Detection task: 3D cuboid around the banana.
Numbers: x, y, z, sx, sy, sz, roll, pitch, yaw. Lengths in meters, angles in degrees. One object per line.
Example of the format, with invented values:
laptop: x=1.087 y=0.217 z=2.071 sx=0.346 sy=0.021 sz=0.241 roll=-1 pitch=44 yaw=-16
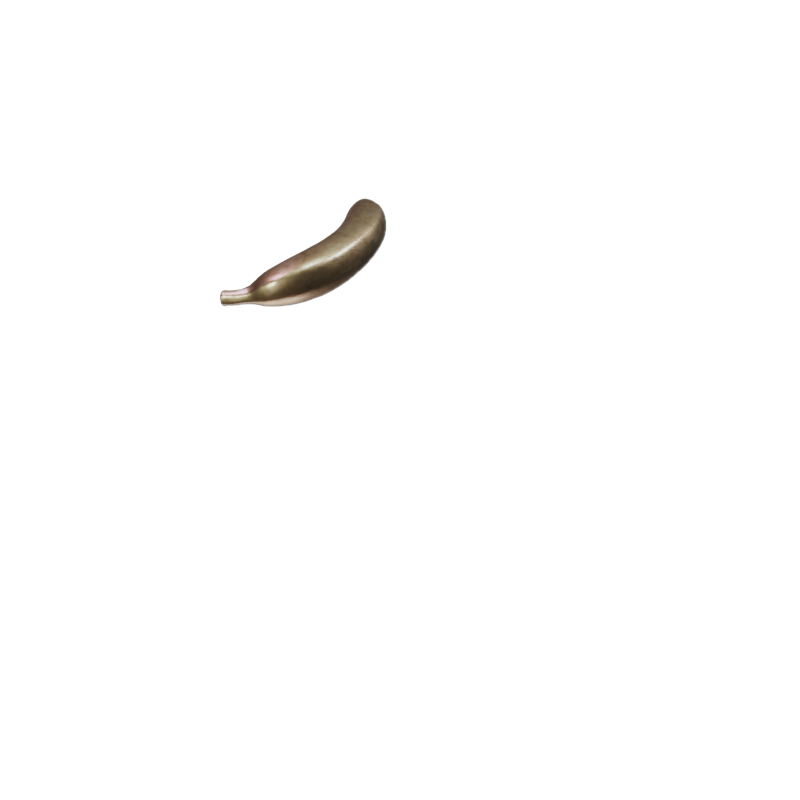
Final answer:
banana: x=-0.056 y=-0.119 z=0.877 sx=0.073 sy=0.035 sz=0.200 roll=18 pitch=36 yaw=27
